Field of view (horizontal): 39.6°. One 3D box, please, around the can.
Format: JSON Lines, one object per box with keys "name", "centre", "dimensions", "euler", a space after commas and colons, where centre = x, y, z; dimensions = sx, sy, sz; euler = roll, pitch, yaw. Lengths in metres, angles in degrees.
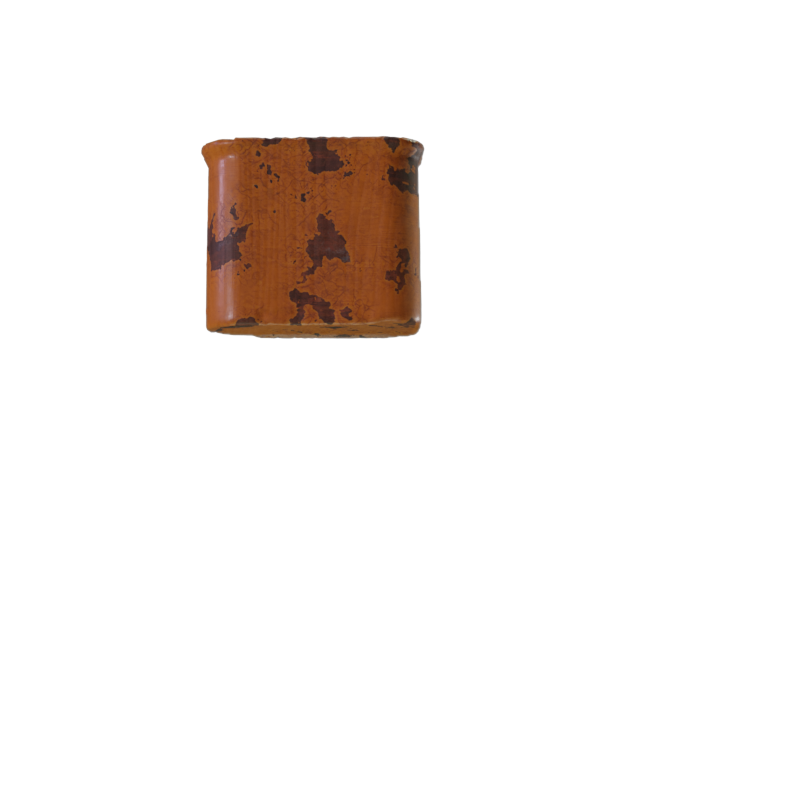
{"name": "can", "centre": [-0.040, -0.072, 0.508], "dimensions": [0.102, 0.086, 0.056], "euler": [0, -9, 0]}
